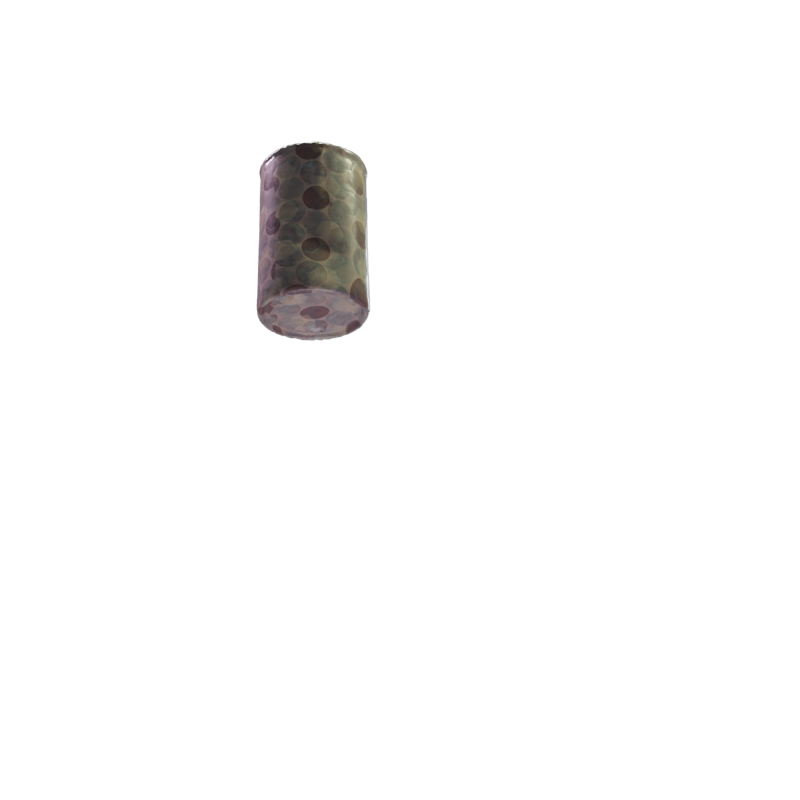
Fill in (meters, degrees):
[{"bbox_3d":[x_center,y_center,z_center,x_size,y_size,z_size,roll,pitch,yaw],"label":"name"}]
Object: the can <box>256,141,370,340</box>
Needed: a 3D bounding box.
[{"bbox_3d":[-0.053,-0.096,0.673,0.068,0.109,0.064,0,-28,-2],"label":"can"}]
